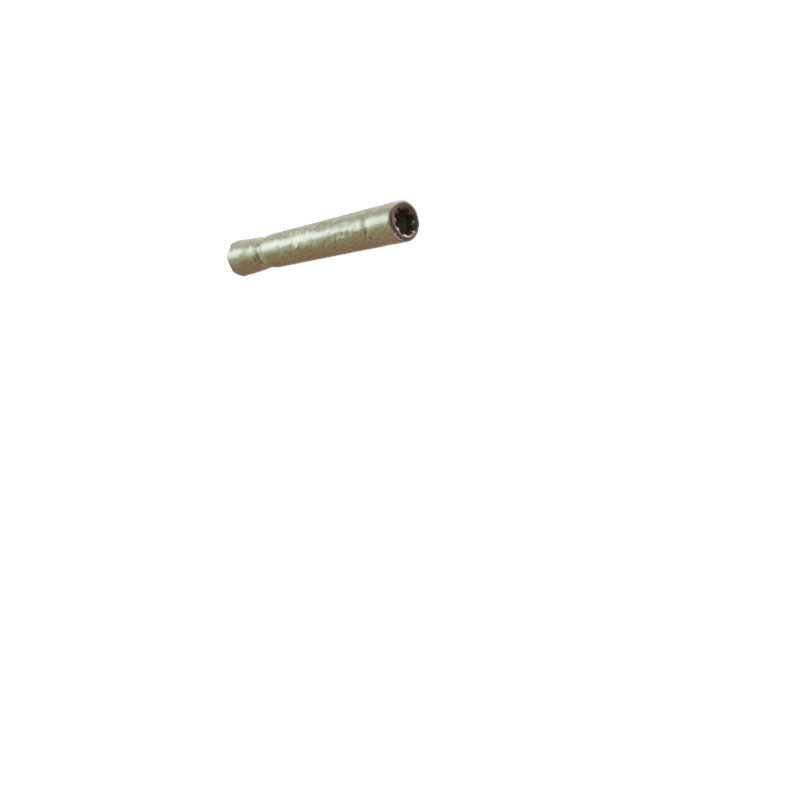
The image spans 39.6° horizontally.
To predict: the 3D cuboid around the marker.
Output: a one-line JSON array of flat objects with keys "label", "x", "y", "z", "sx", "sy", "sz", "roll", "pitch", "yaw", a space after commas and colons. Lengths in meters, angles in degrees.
[{"label": "marker", "x": -0.042, "y": -0.076, "z": 0.531, "sx": 0.124, "sy": 0.020, "sz": 0.019, "roll": -4, "pitch": 0, "yaw": 45}]
